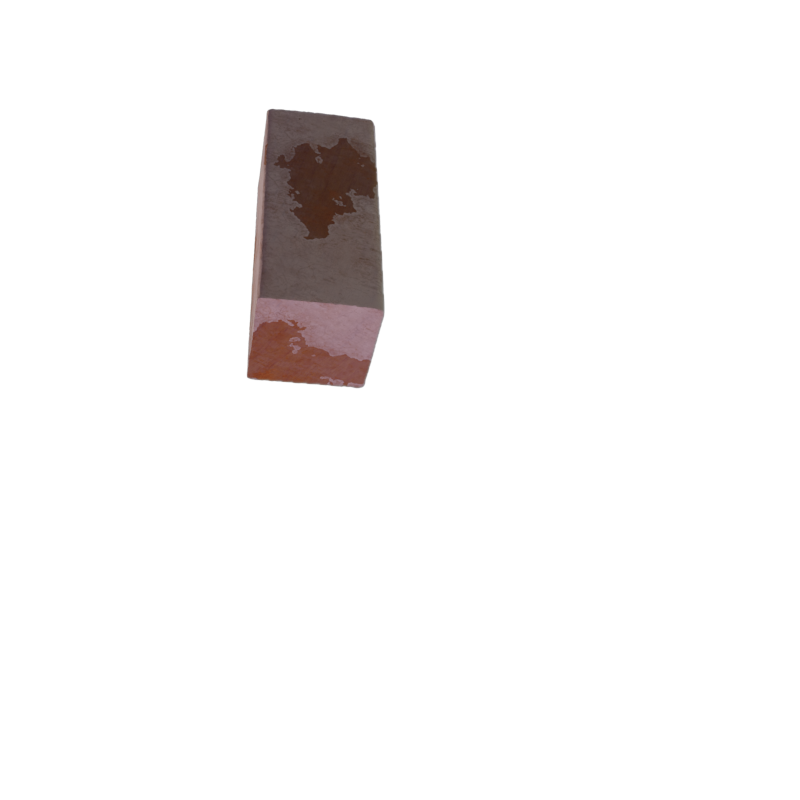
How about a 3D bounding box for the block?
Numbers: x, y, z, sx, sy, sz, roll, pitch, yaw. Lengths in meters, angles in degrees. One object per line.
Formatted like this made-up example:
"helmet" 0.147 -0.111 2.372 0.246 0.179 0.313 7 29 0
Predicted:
"block" -0.066 -0.122 0.853 0.089 0.221 0.085 4 -42 -9
